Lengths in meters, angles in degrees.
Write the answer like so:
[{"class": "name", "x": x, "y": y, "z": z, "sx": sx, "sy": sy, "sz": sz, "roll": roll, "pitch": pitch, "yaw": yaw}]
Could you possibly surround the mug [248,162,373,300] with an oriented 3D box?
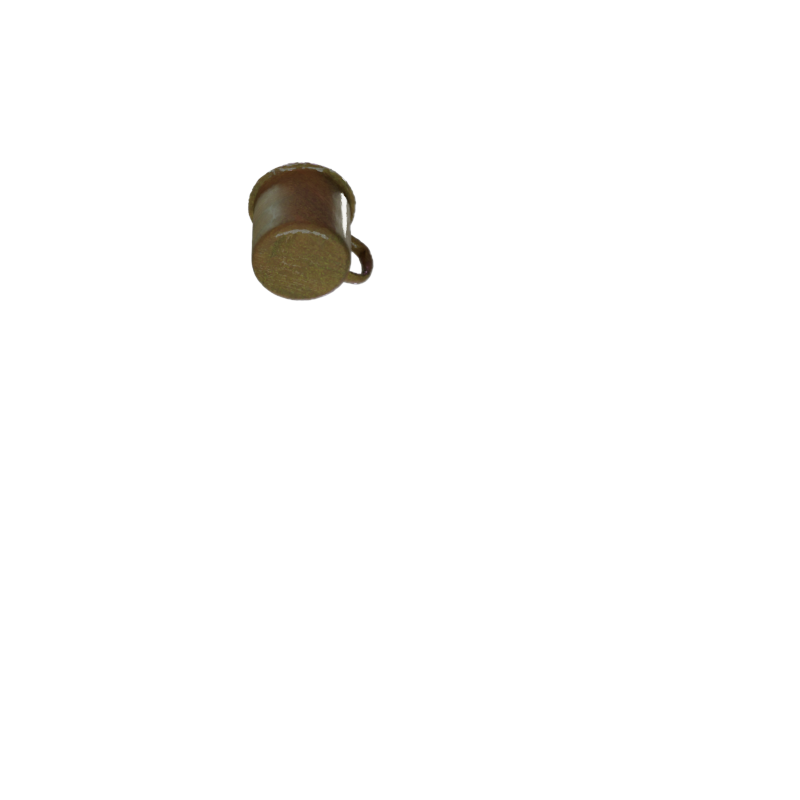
[{"class": "mug", "x": -0.073, "y": -0.132, "z": 0.926, "sx": 0.111, "sy": 0.087, "sz": 0.091, "roll": 28, "pitch": -54, "yaw": -25}]
